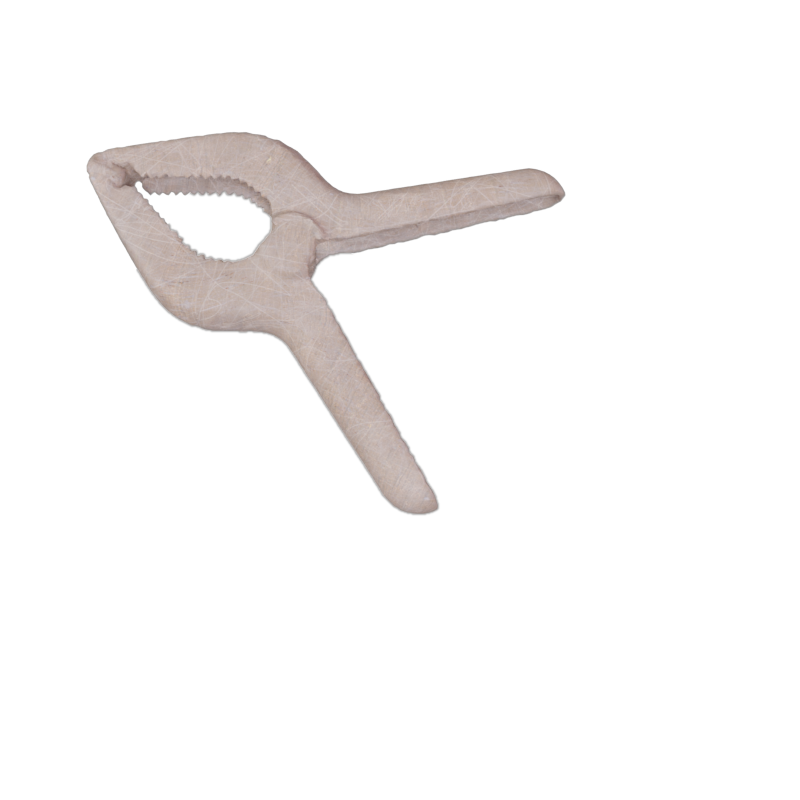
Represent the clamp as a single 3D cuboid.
[{"bbox_3d":[-0.039,-0.071,0.499,0.215,0.168,0.035,29,-17,10],"label":"clamp"}]
